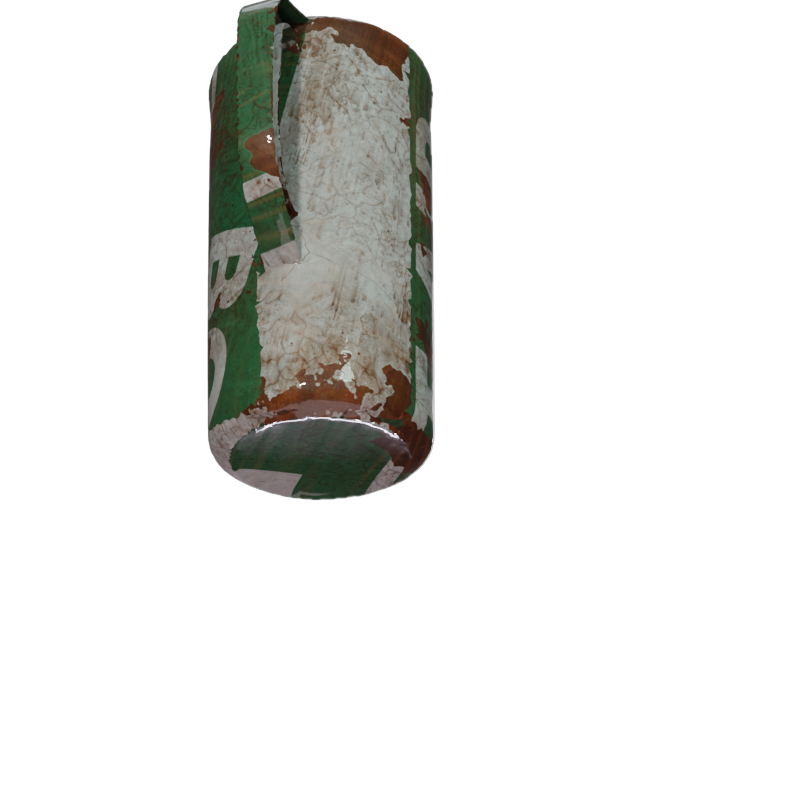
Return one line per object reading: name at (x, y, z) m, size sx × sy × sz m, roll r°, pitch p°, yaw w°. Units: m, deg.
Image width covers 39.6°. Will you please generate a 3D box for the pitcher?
pitcher at (-0.046, -0.084, 0.585) m, size 0.143 × 0.260 × 0.141 m, roll 16°, pitch -38°, yaw -25°
